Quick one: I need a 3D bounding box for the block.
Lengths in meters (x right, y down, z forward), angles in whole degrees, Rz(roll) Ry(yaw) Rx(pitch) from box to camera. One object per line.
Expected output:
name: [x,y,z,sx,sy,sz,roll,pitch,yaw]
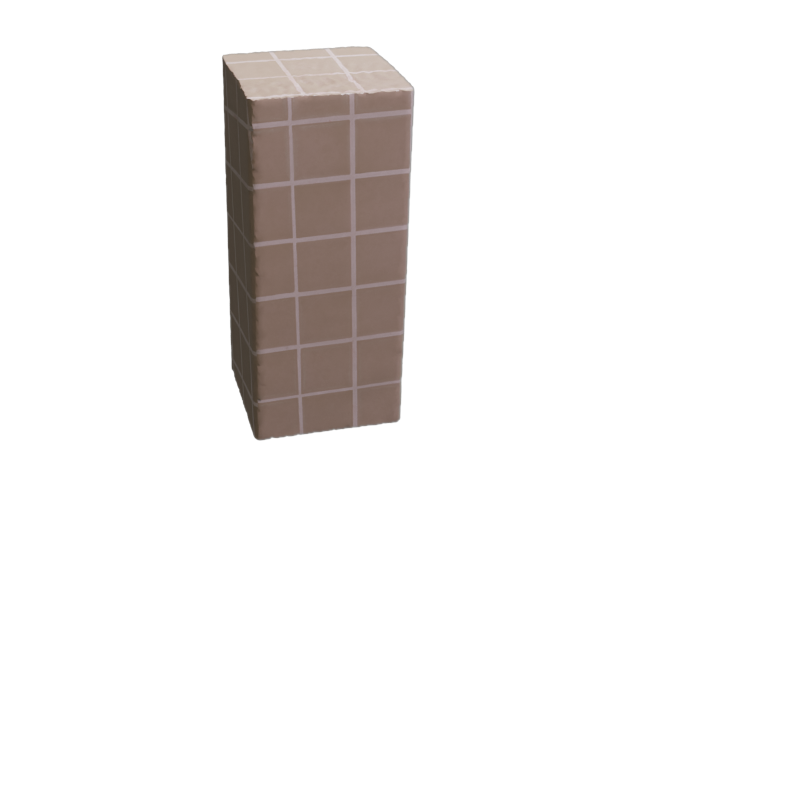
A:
block: [-0.050,-0.093,0.646,0.089,0.195,0.097,-6,29,-15]
